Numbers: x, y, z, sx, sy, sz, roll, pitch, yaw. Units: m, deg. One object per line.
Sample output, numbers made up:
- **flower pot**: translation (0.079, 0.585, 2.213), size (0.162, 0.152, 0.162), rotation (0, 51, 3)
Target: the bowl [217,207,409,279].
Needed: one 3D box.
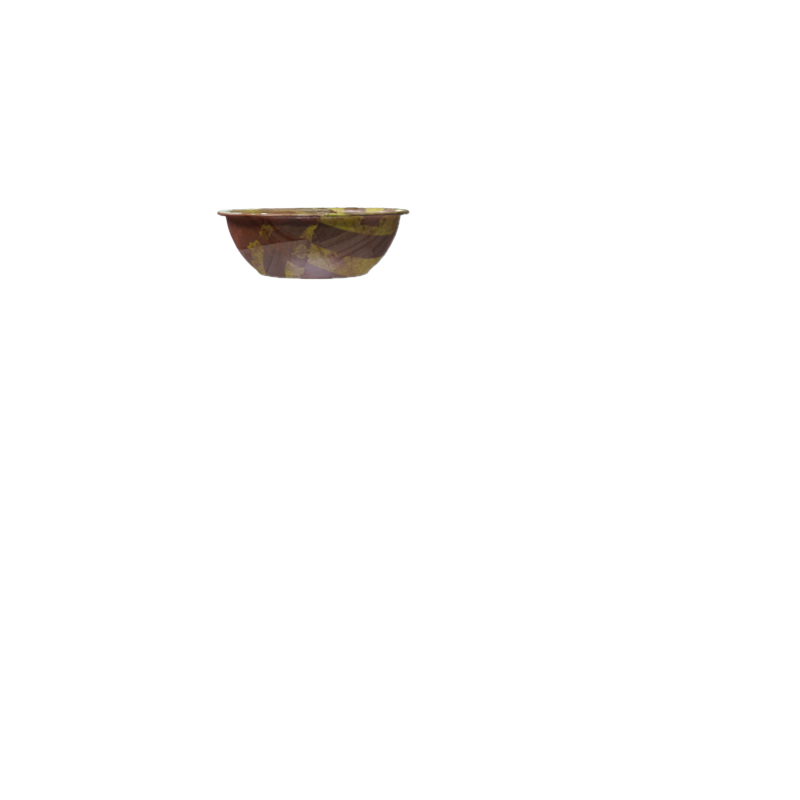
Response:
- **bowl**: translation (-0.073, -0.133, 0.934), size (0.162, 0.054, 0.165), rotation (0, 11, -2)
